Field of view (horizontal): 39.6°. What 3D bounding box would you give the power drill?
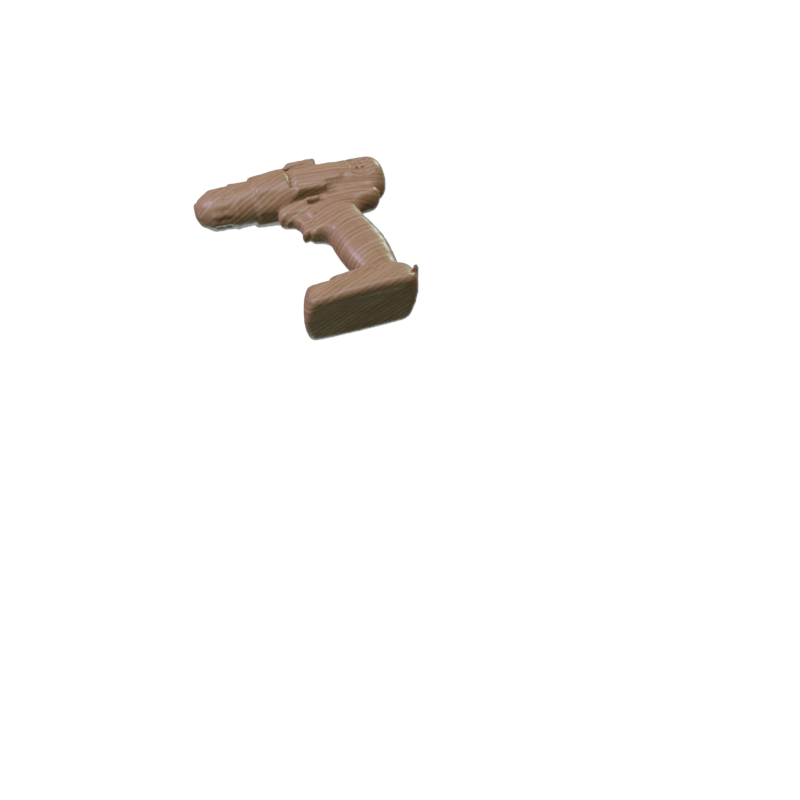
[{"bbox_3d":[-0.078,-0.143,0.999,0.183,0.203,0.053,-15,-39,-13],"label":"power drill"}]
